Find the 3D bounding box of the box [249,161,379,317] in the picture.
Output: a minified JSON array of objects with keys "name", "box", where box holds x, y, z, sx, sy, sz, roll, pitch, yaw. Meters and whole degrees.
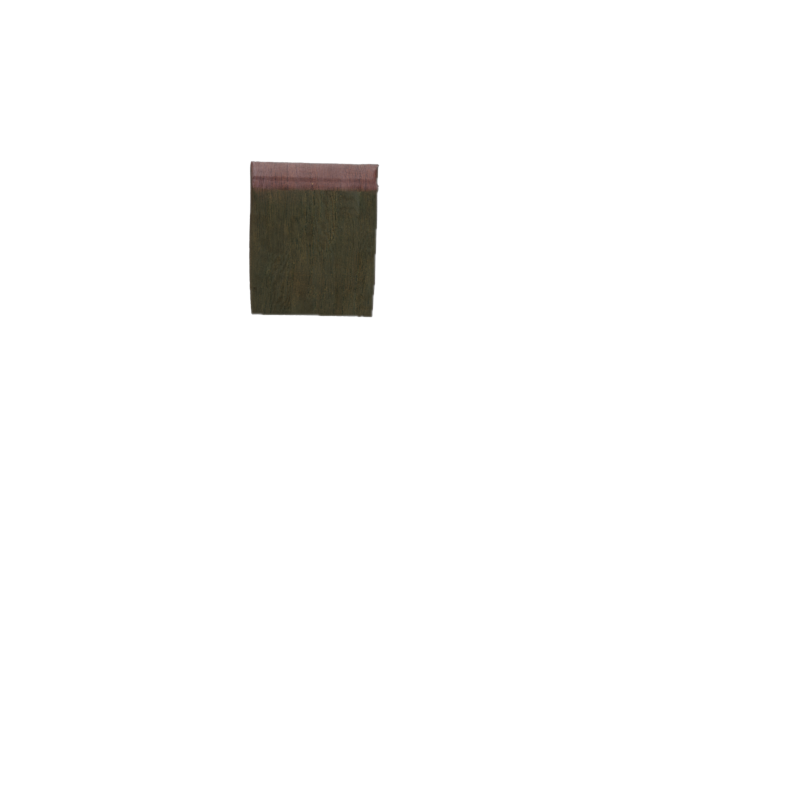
[{"name":"box","box":[-0.061,-0.111,0.780,0.090,0.106,0.042,2,39,-2]}]
